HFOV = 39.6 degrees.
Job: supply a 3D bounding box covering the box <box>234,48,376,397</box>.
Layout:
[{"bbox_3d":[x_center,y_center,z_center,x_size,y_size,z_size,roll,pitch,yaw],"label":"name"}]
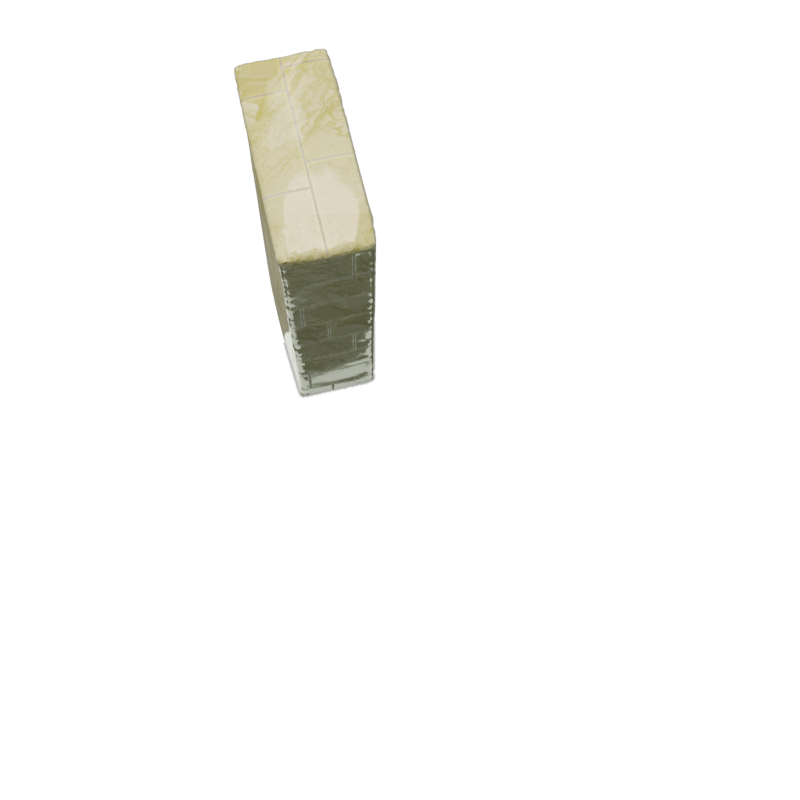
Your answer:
[{"bbox_3d":[-0.040,-0.073,0.509,0.048,0.098,0.168,-11,-17,-8],"label":"box"}]
